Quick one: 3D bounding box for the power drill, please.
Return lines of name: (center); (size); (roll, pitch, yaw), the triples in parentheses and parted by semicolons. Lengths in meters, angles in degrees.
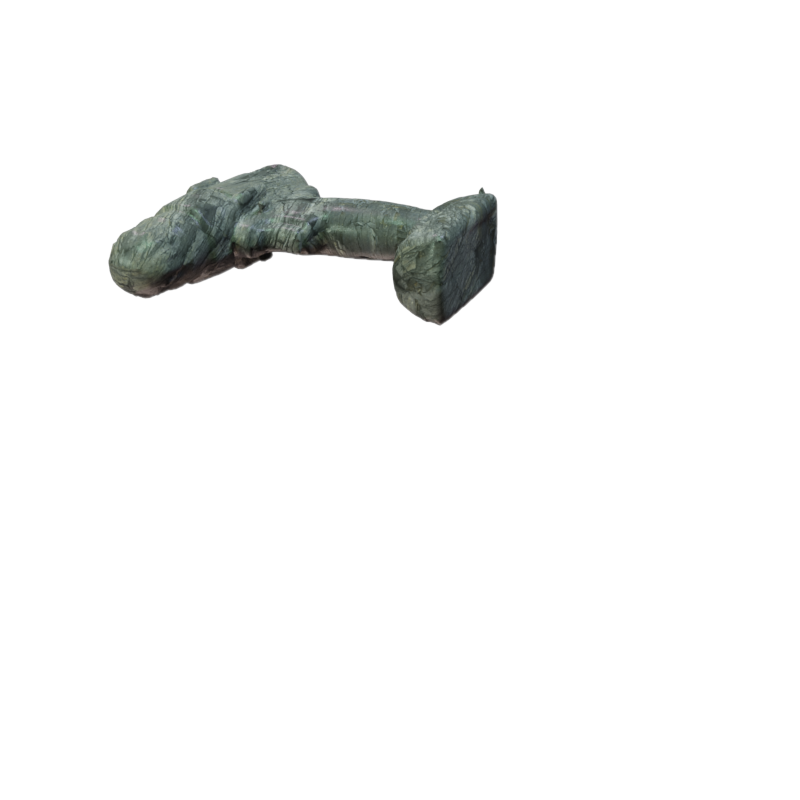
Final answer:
power drill: (-0.050, -0.092, 0.642); (0.195, 0.055, 0.187); (12, 29, 23)
